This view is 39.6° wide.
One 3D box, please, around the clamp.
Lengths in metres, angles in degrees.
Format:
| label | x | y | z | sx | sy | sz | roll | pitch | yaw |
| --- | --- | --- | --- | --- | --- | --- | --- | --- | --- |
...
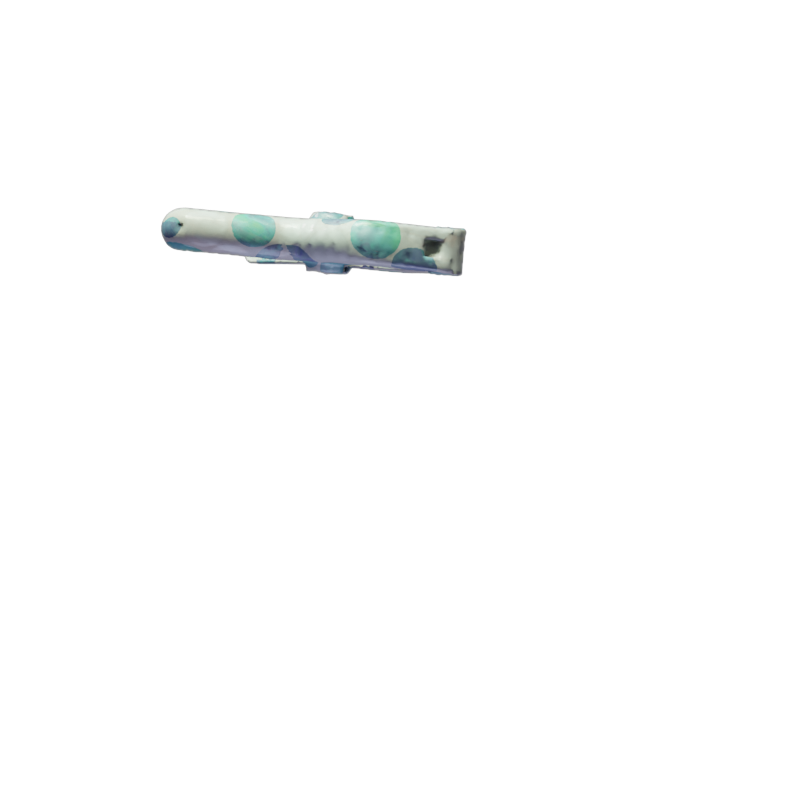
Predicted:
| label | x | y | z | sx | sy | sz | roll | pitch | yaw |
| --- | --- | --- | --- | --- | --- | --- | --- | --- | --- |
| clamp | -0.051 | -0.093 | 0.651 | 0.178 | 0.039 | 0.117 | 4 | 8 | 30 |
